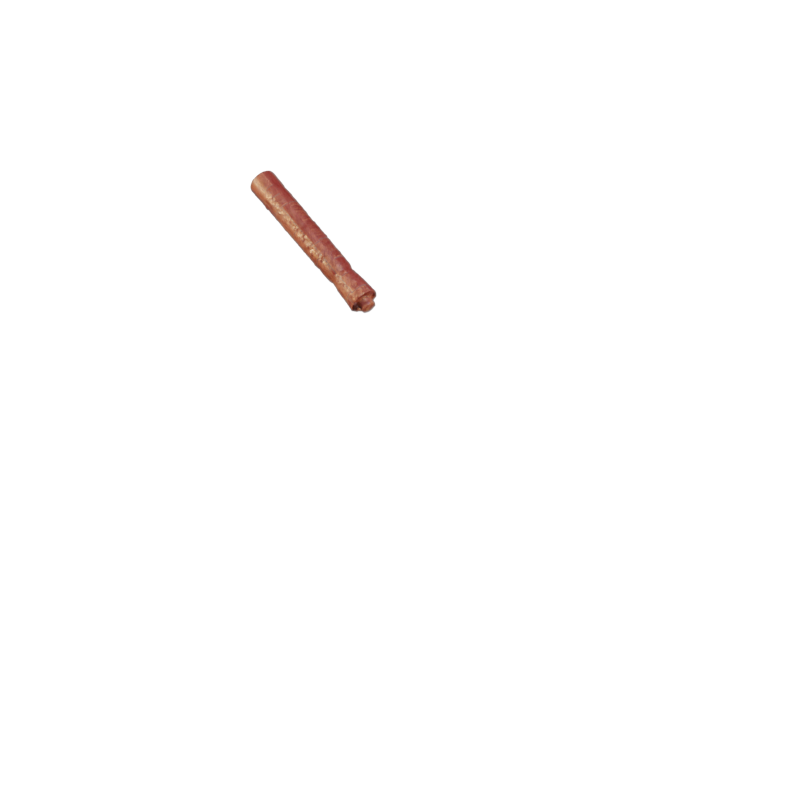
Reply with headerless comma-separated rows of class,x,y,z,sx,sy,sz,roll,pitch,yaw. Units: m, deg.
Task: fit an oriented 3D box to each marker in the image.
marker,-0.055,-0.100,0.703,0.019,0.019,0.129,-2,45,-50
